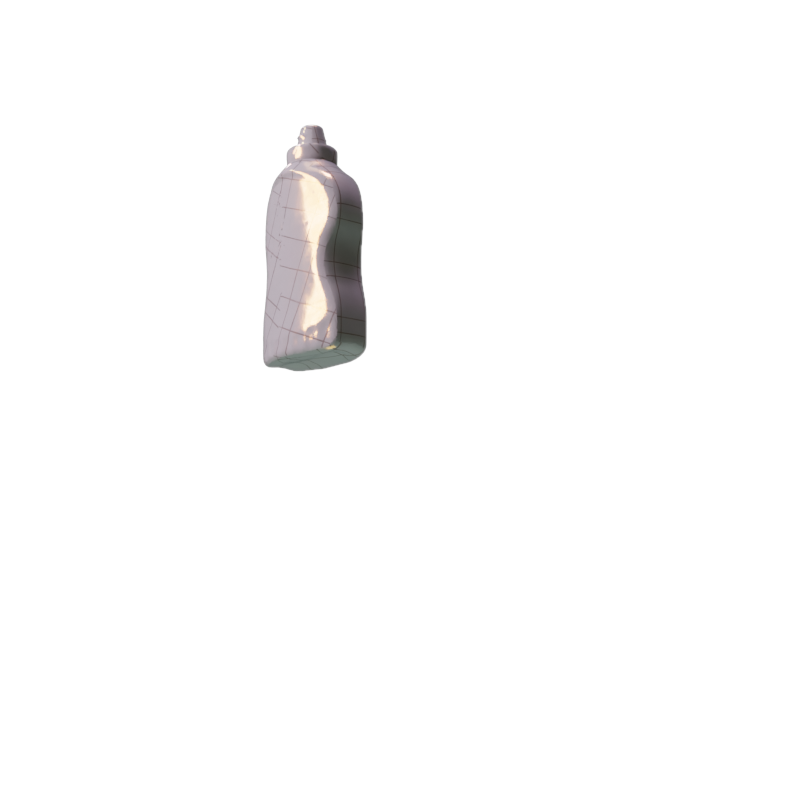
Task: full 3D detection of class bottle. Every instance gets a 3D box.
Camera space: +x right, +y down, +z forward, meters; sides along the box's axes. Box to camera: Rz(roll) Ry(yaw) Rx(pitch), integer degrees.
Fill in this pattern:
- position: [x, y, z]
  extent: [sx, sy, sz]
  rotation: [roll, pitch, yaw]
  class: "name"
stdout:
- position: [-0.068, -0.124, 0.868]
  extent: [0.056, 0.199, 0.097]
  rotation: [11, -20, -36]
  class: "bottle"
